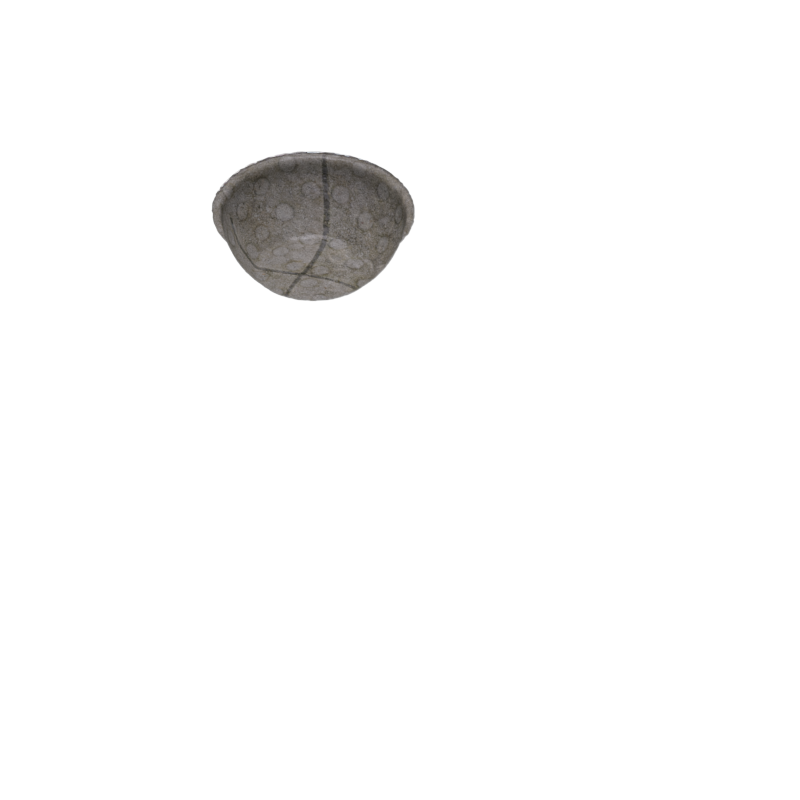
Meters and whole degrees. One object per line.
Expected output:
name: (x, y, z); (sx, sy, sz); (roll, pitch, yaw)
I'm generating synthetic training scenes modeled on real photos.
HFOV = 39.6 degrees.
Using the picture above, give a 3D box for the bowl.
bowl: (-0.068, -0.124, 0.867); (0.162, 0.059, 0.152); (1, -29, -2)
